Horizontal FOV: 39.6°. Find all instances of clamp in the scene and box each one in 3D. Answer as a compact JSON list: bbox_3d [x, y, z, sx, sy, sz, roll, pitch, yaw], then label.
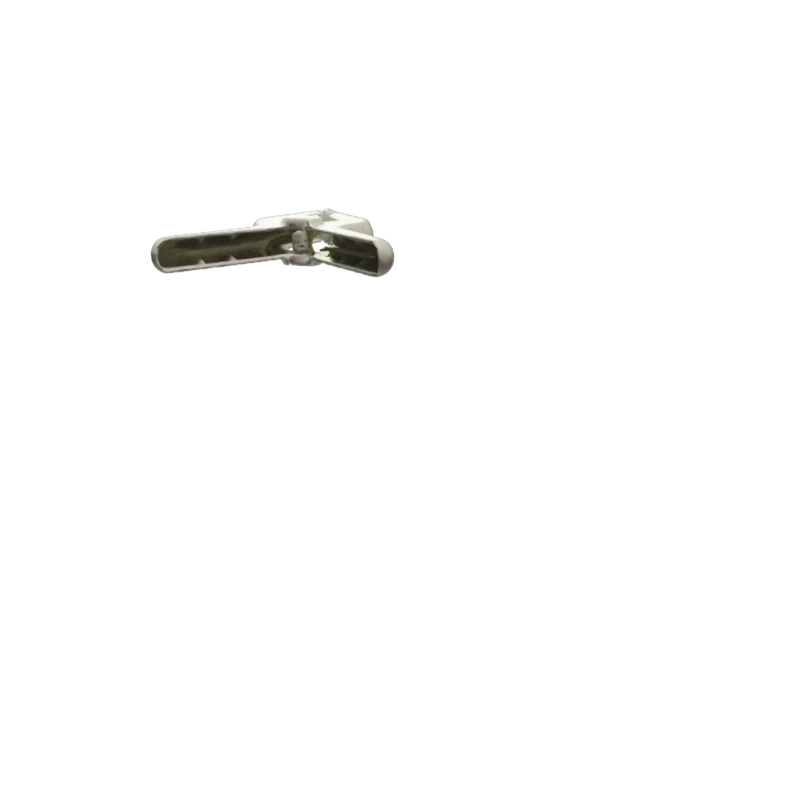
[{"bbox_3d":[-0.063,-0.116,0.811,0.169,0.035,0.210,5,15,17],"label":"clamp"}]
